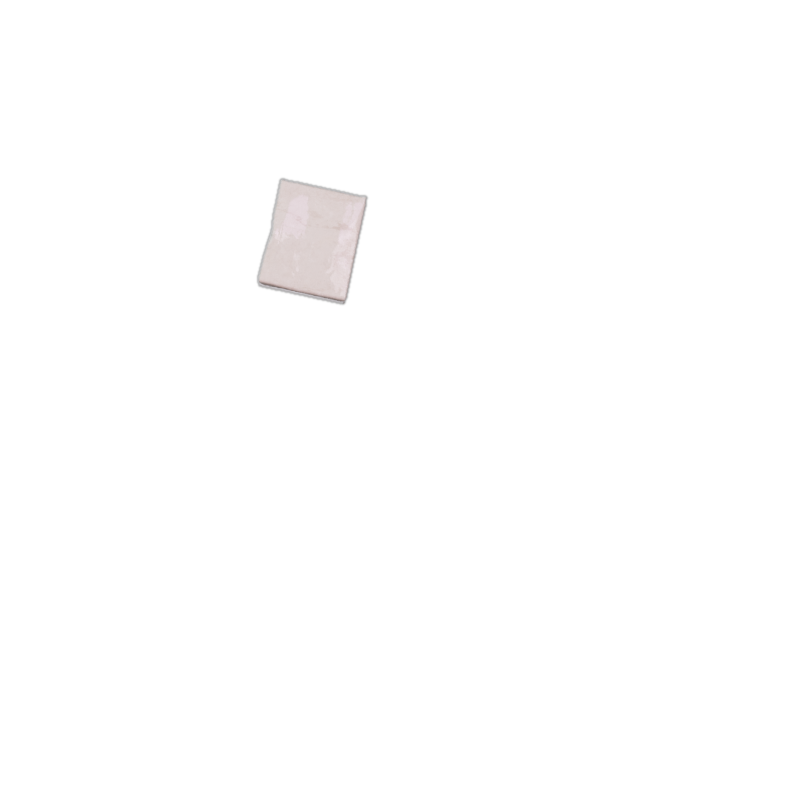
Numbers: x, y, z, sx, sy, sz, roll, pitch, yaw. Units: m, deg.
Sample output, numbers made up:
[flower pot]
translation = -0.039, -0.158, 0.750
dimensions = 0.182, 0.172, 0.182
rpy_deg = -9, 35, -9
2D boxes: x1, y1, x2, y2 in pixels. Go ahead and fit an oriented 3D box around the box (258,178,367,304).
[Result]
[box]
translation = -0.071, -0.129, 0.904
dimensions = 0.073, 0.091, 0.029
rpy_deg = 12, -10, 1
